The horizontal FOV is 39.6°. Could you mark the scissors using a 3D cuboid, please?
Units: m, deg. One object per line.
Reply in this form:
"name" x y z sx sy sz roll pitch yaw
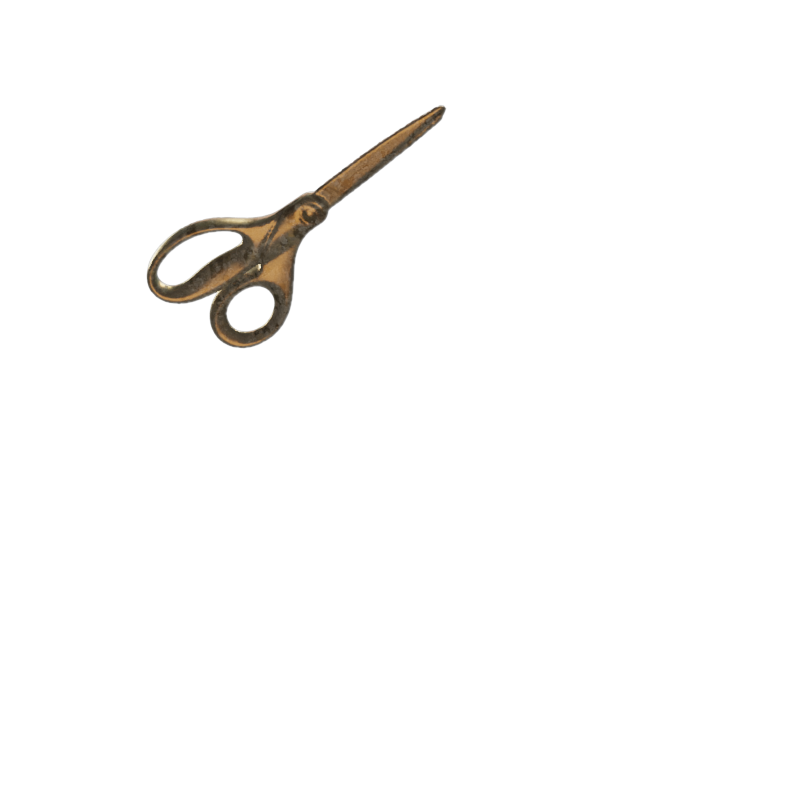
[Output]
"scissors" -0.051 -0.092 0.647 0.202 0.090 0.017 -20 28 12
